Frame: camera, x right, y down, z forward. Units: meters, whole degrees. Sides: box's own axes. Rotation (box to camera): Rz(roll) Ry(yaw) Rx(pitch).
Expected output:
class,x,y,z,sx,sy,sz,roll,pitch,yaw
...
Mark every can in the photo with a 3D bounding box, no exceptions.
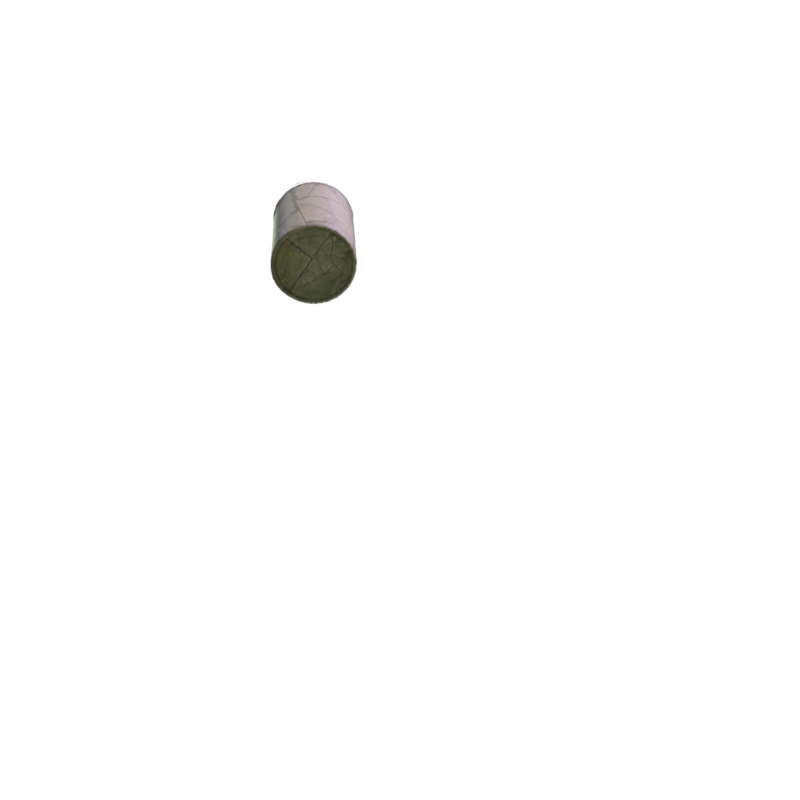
class,x,y,z,sx,sy,sz,roll,pitch,yaw
can,-0.069,-0.127,0.887,0.068,0.065,0.108,0,26,-3
